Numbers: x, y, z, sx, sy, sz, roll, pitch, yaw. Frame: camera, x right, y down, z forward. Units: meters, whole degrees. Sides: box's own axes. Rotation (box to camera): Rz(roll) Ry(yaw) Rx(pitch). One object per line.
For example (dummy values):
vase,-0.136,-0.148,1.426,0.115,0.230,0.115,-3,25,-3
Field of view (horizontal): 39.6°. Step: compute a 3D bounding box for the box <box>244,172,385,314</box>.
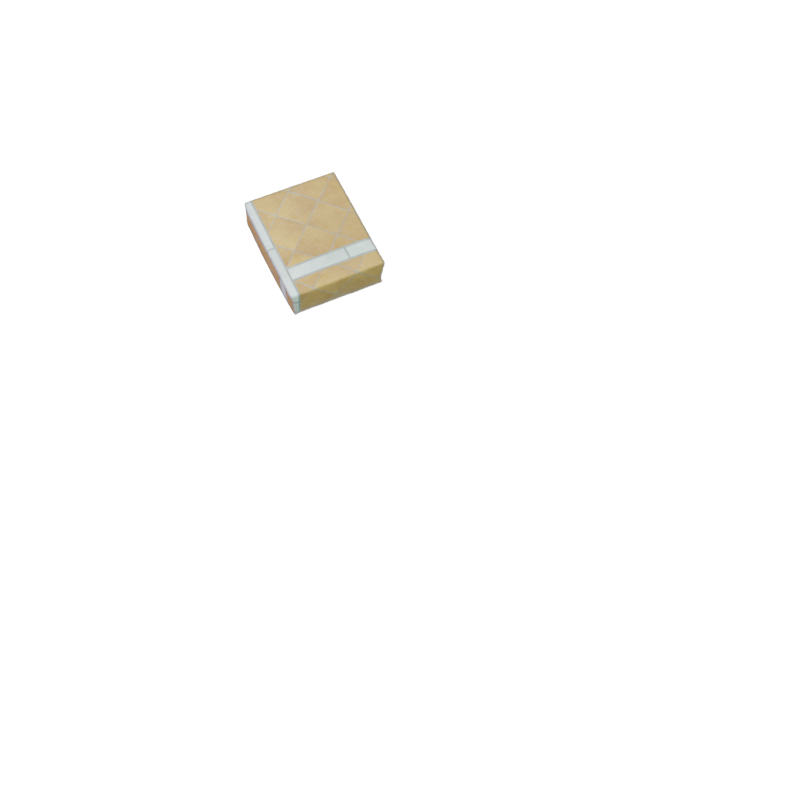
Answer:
box,-0.078,-0.142,0.995,0.089,0.121,0.036,-22,-27,-12
